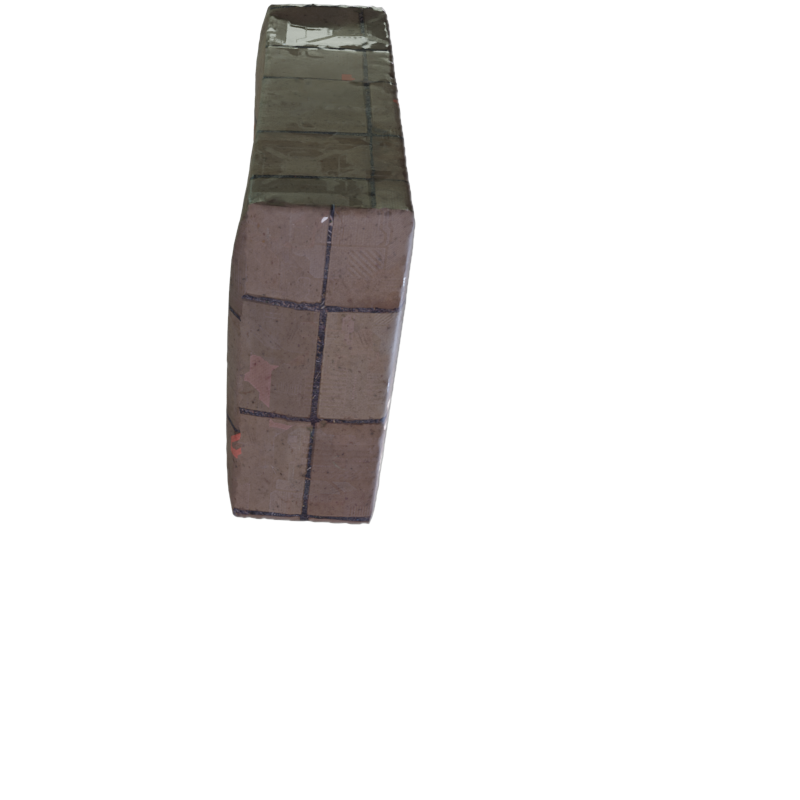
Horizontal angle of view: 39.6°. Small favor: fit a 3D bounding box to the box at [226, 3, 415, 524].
[{"bbox_3d":[-0.042,-0.076,0.535,0.071,0.154,0.229,3,37,-6],"label":"box"}]
